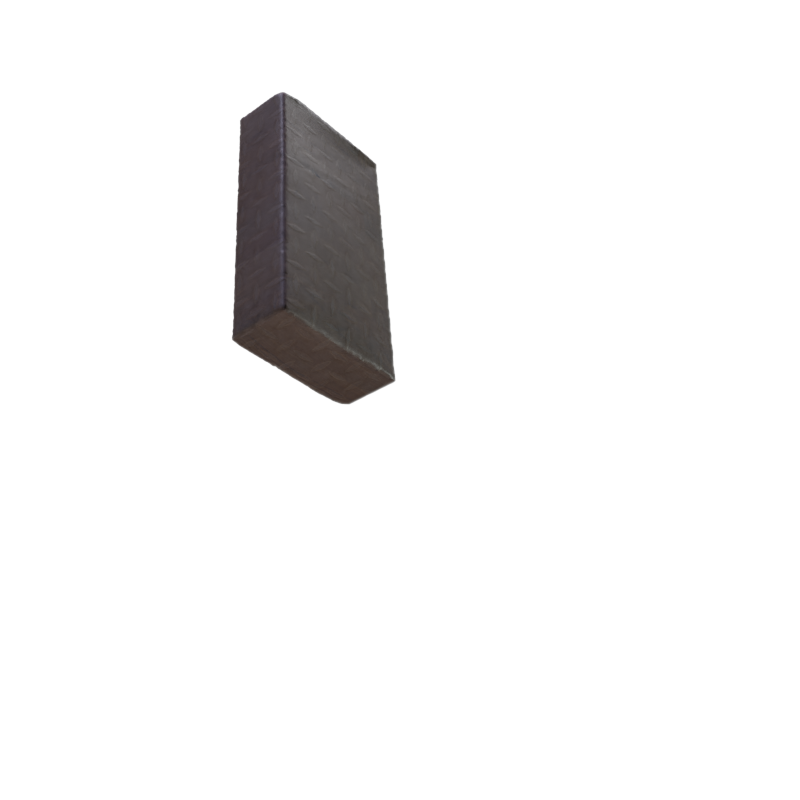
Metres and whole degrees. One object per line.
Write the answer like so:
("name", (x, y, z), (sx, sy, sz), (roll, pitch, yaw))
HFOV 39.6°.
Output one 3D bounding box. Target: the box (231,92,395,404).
("box", (-0.051, -0.093, 0.653), (0.048, 0.189, 0.087), (-30, -45, 31))
